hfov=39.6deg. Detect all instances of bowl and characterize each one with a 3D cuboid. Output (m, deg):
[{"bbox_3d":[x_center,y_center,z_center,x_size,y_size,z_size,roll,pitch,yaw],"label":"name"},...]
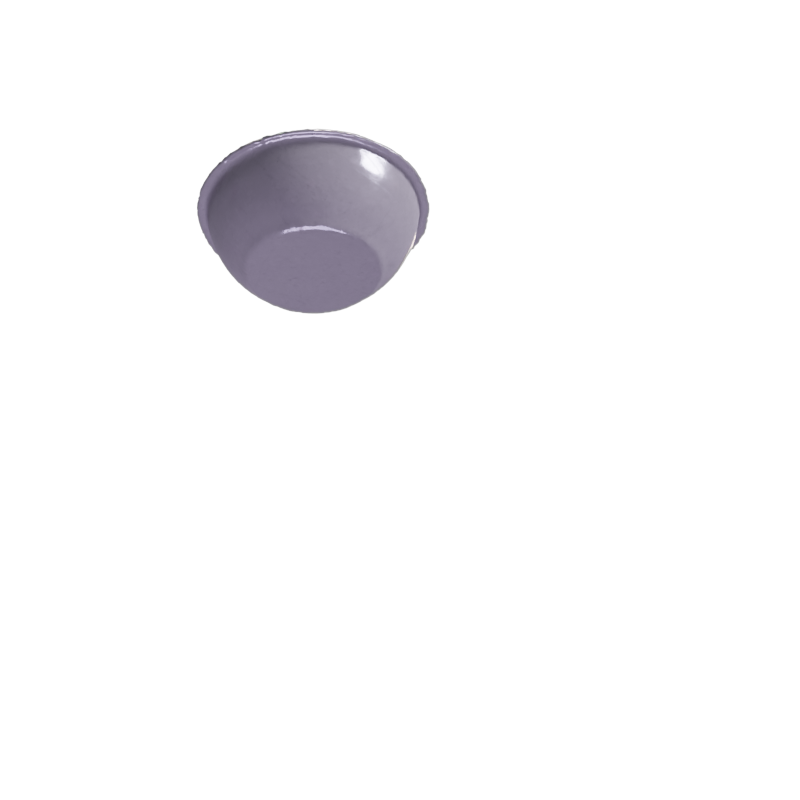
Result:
[{"bbox_3d":[-0.059,-0.108,0.755,0.162,0.059,0.151,1,-36,-2],"label":"bowl"}]
